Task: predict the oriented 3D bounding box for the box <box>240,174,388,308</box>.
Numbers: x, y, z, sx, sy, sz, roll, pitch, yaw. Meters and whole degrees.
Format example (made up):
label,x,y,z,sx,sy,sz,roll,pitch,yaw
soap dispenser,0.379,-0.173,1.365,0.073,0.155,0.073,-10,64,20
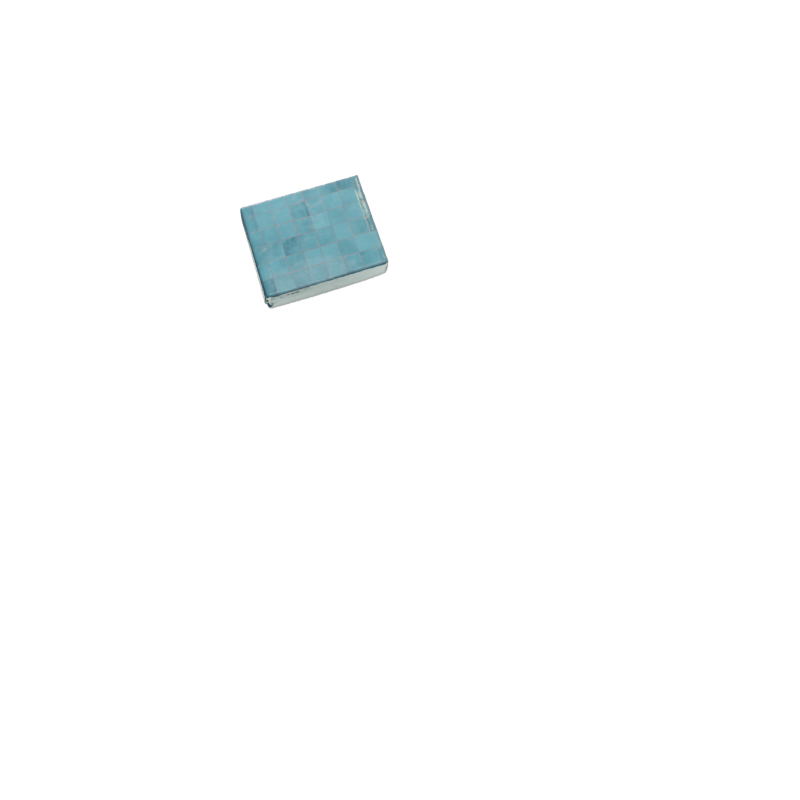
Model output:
label,x,y,z,sx,sy,sz,roll,pitch,yaw
box,-0.077,-0.140,0.985,0.113,0.095,0.037,-16,-20,-7
